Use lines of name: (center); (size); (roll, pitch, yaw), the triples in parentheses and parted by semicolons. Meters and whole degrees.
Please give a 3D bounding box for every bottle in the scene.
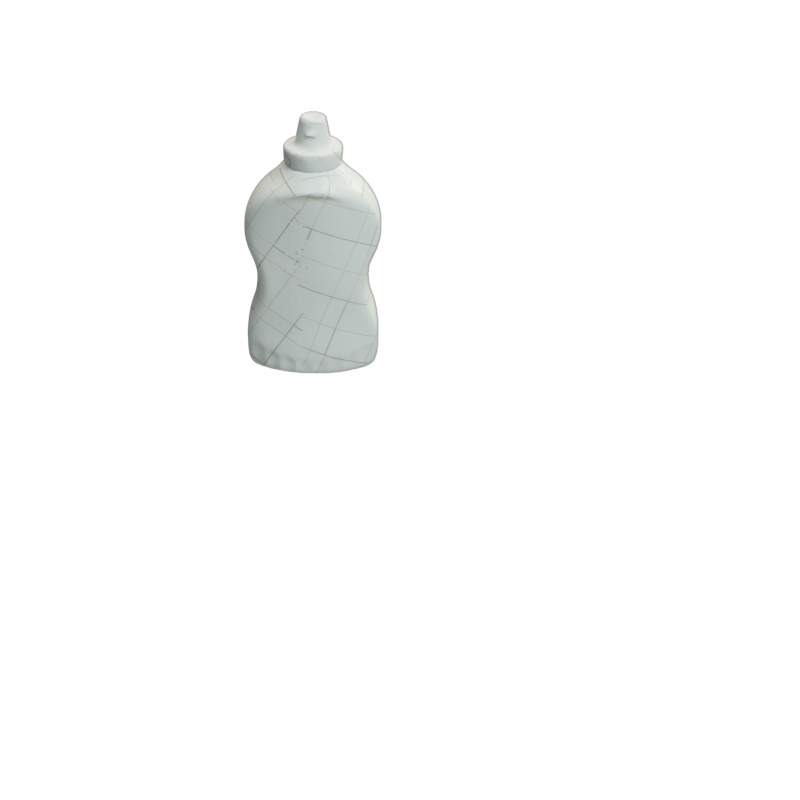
bottle: (-0.061, -0.112, 0.785); (0.096, 0.181, 0.062); (3, 30, 1)
